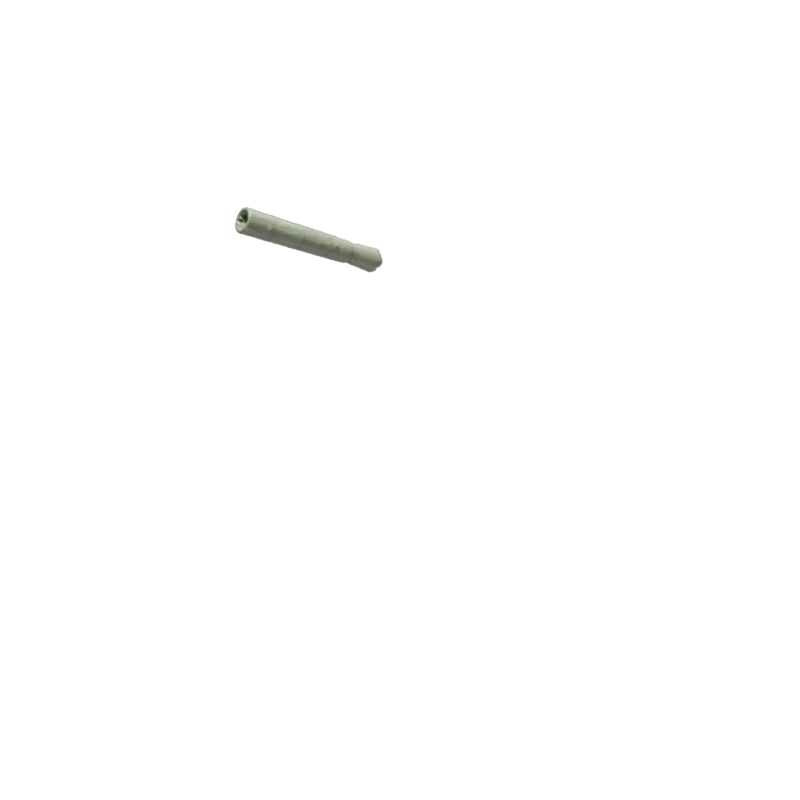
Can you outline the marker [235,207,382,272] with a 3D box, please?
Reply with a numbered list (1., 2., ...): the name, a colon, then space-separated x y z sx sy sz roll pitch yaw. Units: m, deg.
1. marker: -0.062 -0.113 0.791 0.115 0.020 0.021 13 -4 -34
